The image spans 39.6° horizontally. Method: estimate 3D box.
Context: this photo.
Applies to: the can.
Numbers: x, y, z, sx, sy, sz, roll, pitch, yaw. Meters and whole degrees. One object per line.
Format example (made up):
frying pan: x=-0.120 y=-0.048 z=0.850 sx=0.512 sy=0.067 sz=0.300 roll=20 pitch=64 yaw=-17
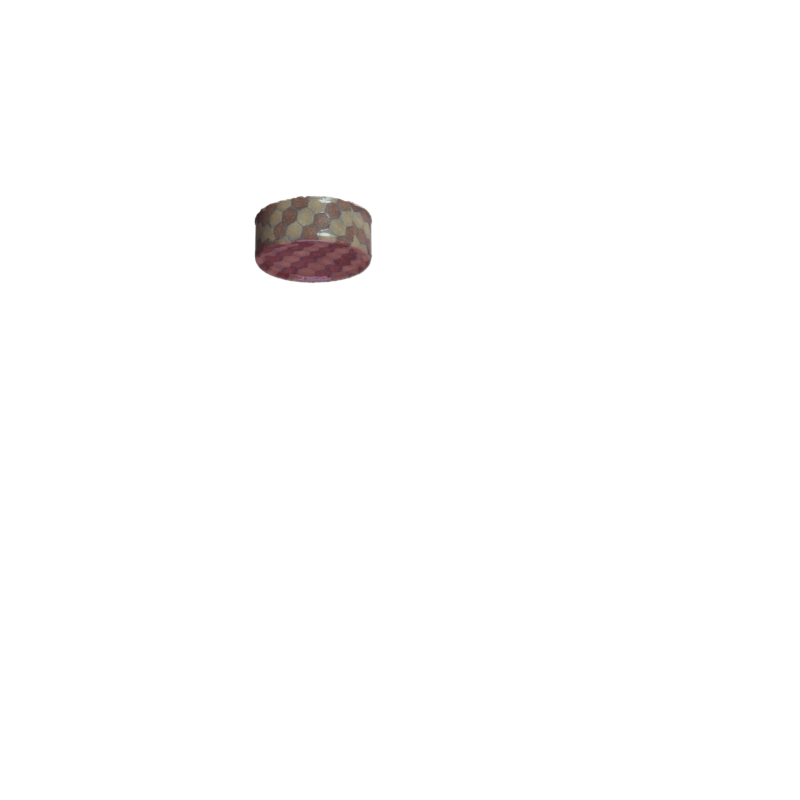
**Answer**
can: x=-0.063 y=-0.114 z=0.802 sx=0.086 sy=0.035 sz=0.082 roll=0 pitch=-17 yaw=-2
